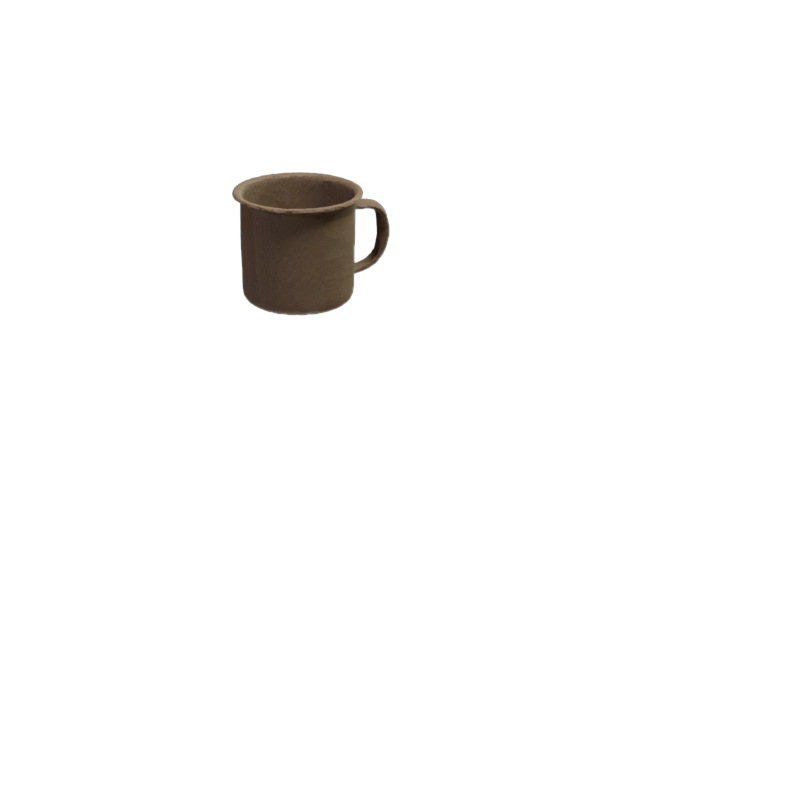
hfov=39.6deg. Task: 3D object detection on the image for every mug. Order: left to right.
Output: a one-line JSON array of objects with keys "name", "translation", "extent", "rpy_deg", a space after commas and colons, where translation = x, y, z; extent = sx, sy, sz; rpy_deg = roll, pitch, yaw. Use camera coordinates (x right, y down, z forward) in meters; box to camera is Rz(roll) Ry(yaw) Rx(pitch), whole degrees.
[{"name": "mug", "translation": [-0.063, -0.115, 0.802], "extent": [0.115, 0.078, 0.100], "rpy_deg": [-11, 27, -23]}]
